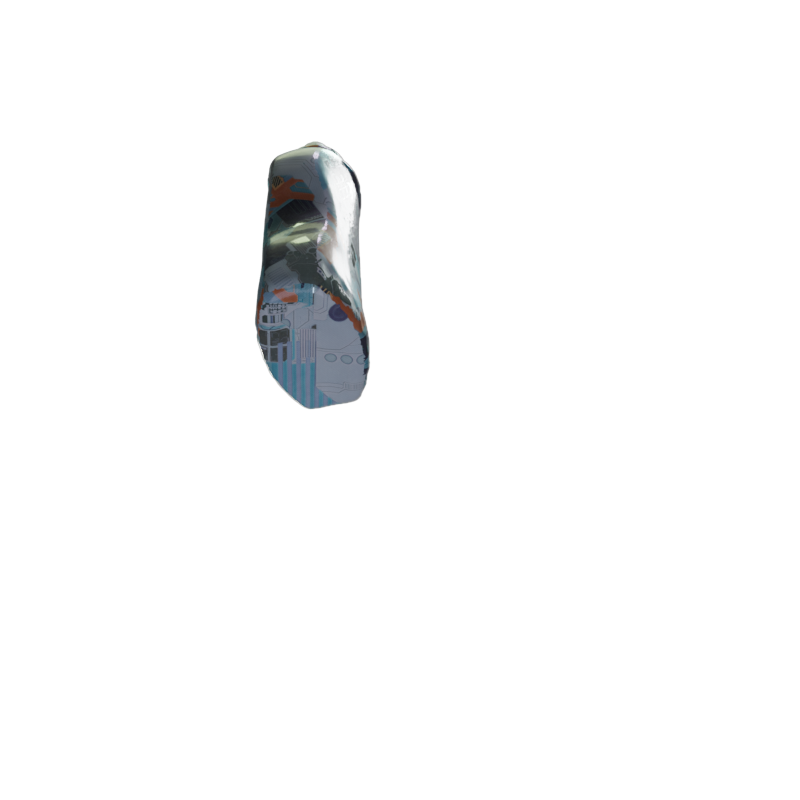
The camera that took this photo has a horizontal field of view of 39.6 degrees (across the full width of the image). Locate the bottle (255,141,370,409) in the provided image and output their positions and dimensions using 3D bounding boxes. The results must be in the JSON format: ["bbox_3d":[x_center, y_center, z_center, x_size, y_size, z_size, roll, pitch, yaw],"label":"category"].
[{"bbox_3d":[-0.051,-0.094,0.661,0.059,0.089,0.206,-13,42,8],"label":"bottle"}]
